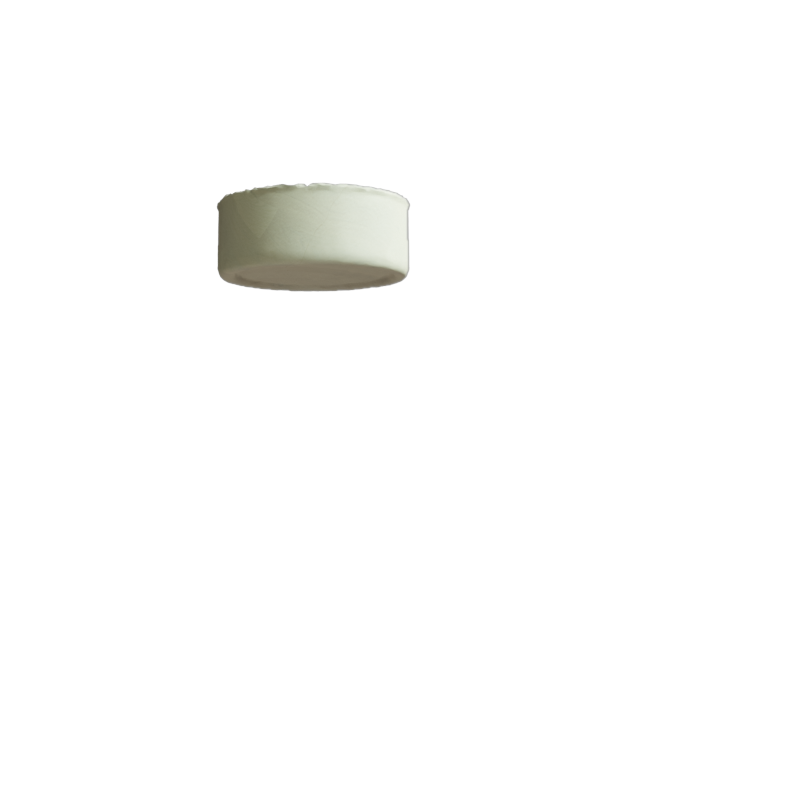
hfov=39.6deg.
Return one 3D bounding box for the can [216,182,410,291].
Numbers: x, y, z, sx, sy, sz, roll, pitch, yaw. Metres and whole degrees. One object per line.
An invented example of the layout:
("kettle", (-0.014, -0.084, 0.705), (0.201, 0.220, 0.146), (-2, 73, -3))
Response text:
("can", (-0.038, -0.070, 0.491), (0.086, 0.034, 0.085), (0, -4, -2))
